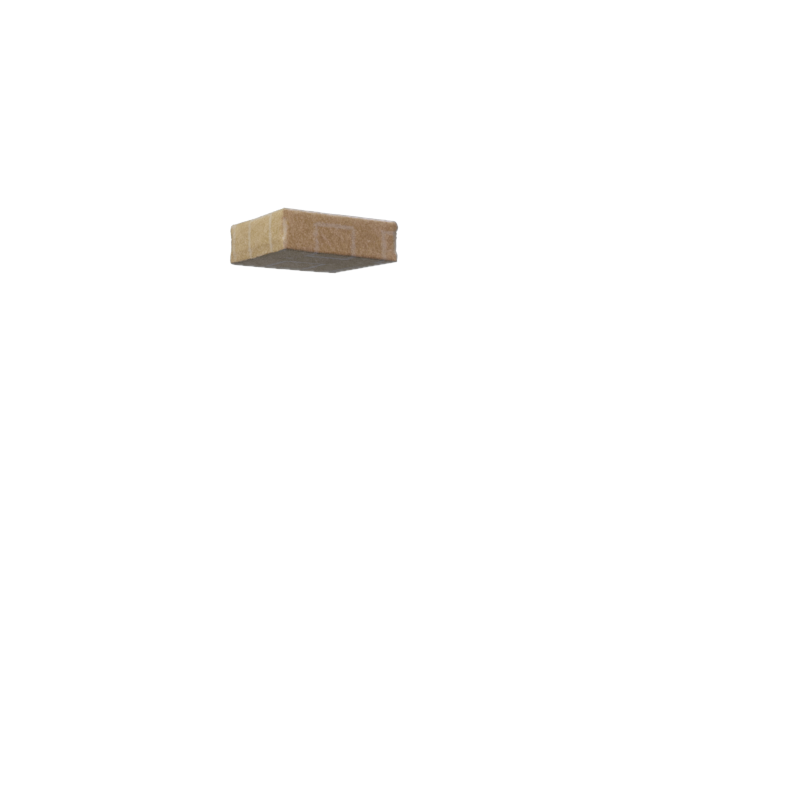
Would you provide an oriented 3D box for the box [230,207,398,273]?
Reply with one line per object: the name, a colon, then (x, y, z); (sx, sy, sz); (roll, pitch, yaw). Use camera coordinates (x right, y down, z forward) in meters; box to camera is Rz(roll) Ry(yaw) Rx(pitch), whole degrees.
box: (-0.057, -0.105, 0.734); (0.086, 0.031, 0.075); (1, -3, -33)
